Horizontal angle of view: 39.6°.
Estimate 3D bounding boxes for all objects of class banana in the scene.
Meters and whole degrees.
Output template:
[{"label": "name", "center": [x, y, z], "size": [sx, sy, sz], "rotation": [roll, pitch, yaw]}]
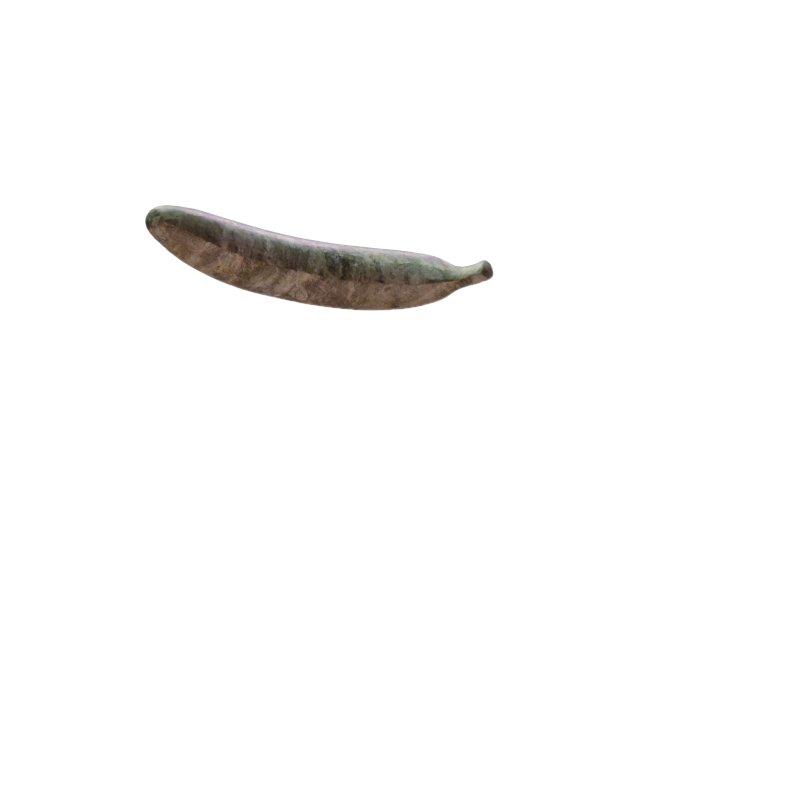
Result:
[{"label": "banana", "center": [-0.051, -0.082, 0.642], "size": [0.194, 0.039, 0.067], "rotation": [6, -28, -12]}]
